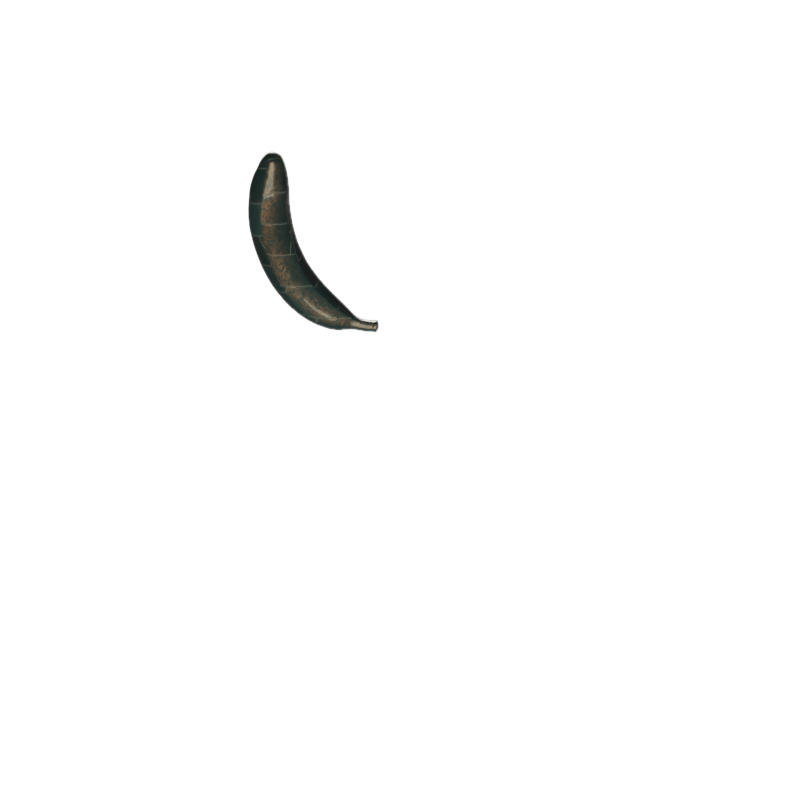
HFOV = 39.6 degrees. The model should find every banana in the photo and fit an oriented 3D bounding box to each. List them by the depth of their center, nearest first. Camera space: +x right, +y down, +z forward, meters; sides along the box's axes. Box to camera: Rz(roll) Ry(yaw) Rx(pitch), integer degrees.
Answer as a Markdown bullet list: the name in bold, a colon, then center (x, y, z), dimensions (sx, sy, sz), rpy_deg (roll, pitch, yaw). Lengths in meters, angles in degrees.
- **banana**: center (-0.091, -0.129, 0.975), dimensions (0.070, 0.185, 0.039), rpy_deg (-24, 30, 14)
